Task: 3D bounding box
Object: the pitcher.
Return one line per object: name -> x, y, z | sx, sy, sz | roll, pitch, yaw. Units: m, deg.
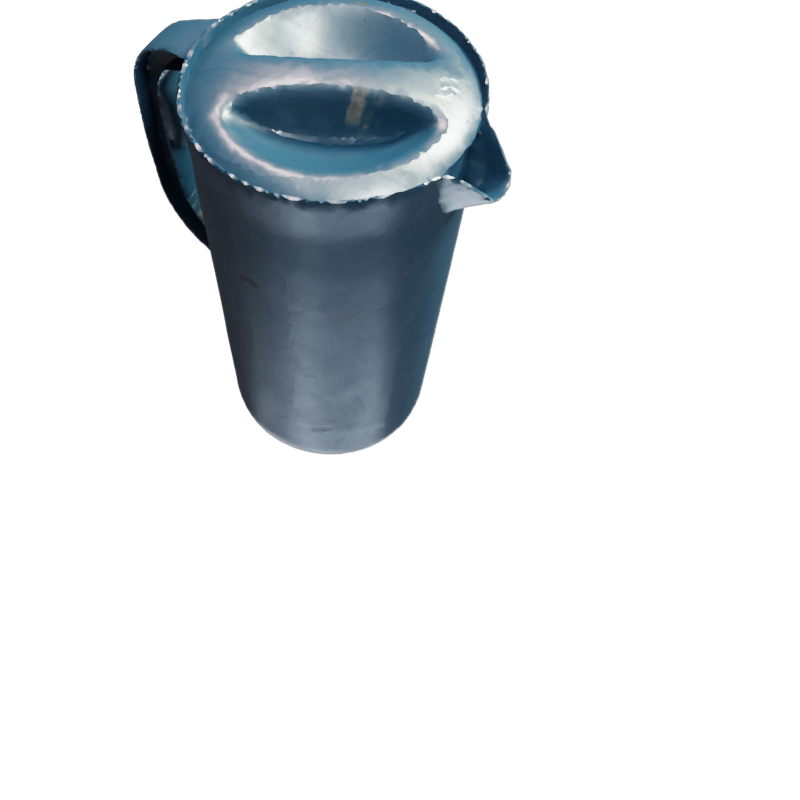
pitcher -> -0.044, -0.080, 0.560 | 0.144, 0.161, 0.227 | -12, -33, -11
